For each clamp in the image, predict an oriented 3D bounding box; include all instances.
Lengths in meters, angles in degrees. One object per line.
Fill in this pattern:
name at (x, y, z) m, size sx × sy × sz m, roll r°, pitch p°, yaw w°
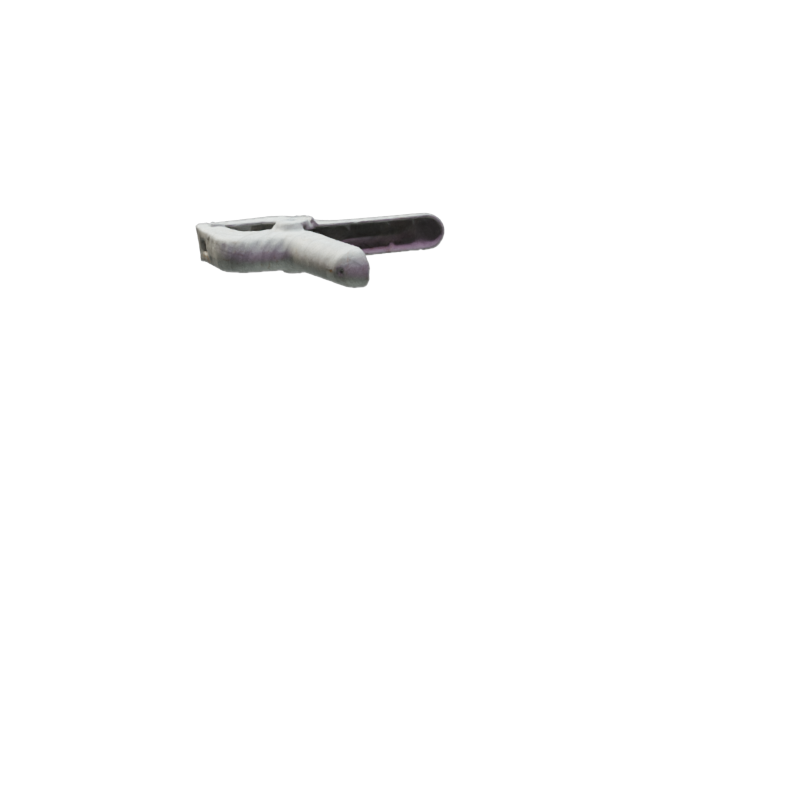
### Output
clamp at (-0.059, -0.107, 0.752) m, size 0.180 × 0.038 × 0.118 m, roll 13°, pitch 21°, yaw 36°
